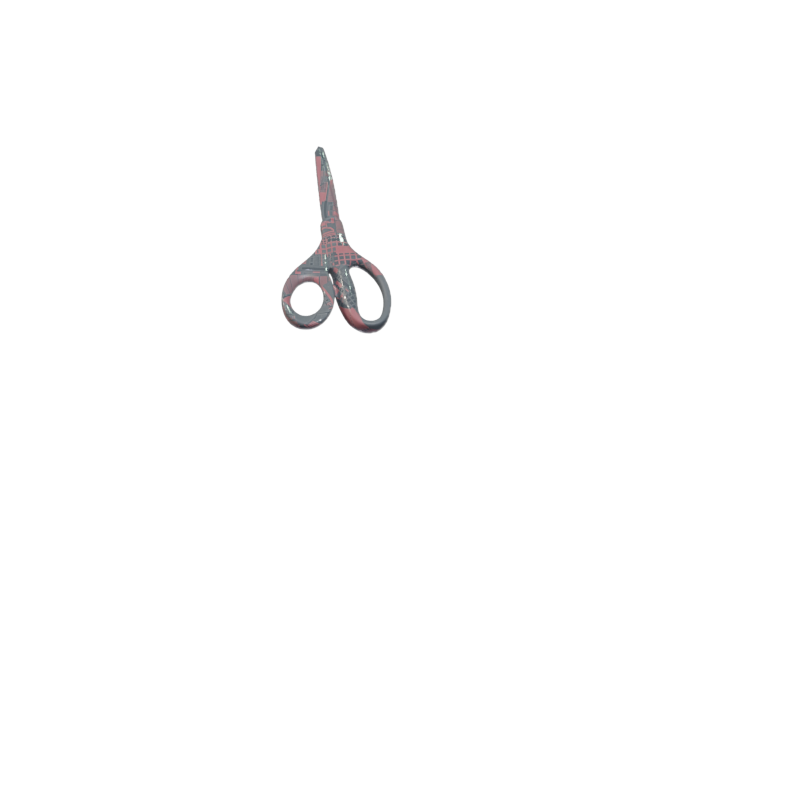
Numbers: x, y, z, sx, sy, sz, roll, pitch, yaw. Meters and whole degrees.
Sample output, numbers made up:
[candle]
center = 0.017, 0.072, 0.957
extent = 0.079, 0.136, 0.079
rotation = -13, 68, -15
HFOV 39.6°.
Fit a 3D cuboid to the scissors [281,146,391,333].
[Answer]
[scissors]
center = -0.073, -0.133, 0.928
extent = 0.095, 0.218, 0.015
rotation = -18, -35, -13
